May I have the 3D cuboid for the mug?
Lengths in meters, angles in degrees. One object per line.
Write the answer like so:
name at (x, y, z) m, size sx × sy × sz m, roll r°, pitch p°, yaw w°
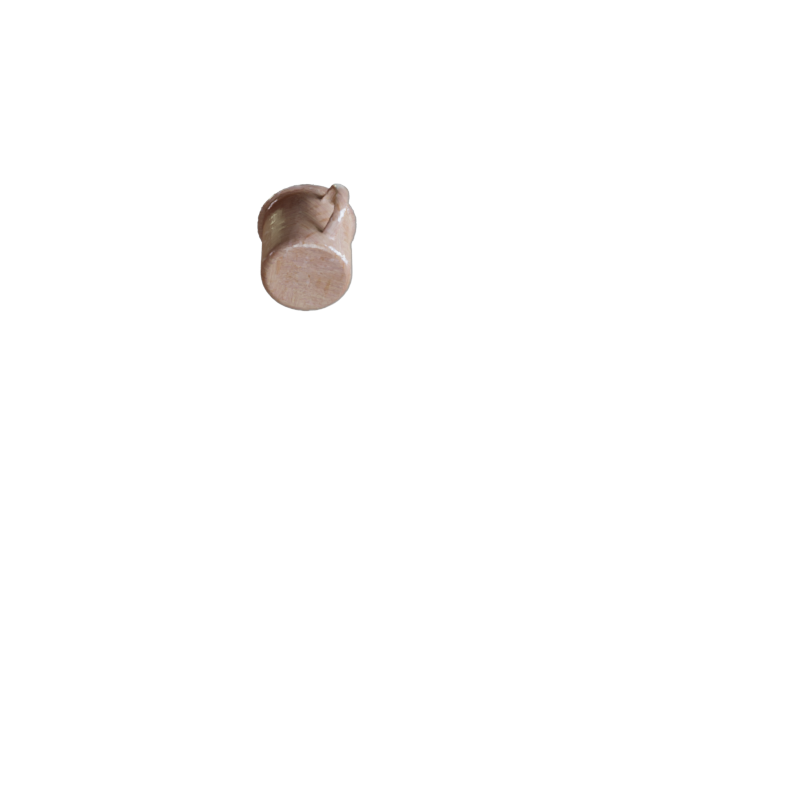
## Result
mug at (-0.078, -0.142, 0.996) m, size 0.089 × 0.114 × 0.087 m, roll 25°, pitch 35°, yaw -22°
